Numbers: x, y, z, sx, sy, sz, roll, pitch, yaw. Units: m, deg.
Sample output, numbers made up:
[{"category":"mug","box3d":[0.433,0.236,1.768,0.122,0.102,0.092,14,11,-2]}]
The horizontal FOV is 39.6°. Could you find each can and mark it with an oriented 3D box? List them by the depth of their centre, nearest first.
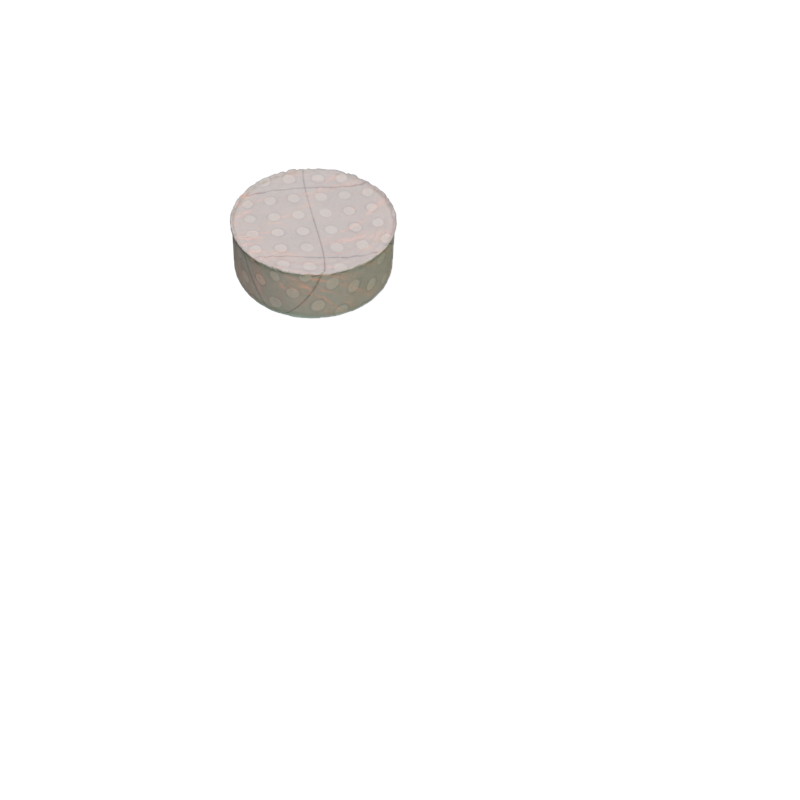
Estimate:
[{"category":"can","box3d":[-0.045,-0.083,0.581,0.086,0.031,0.092,-1,45,-1]}]
